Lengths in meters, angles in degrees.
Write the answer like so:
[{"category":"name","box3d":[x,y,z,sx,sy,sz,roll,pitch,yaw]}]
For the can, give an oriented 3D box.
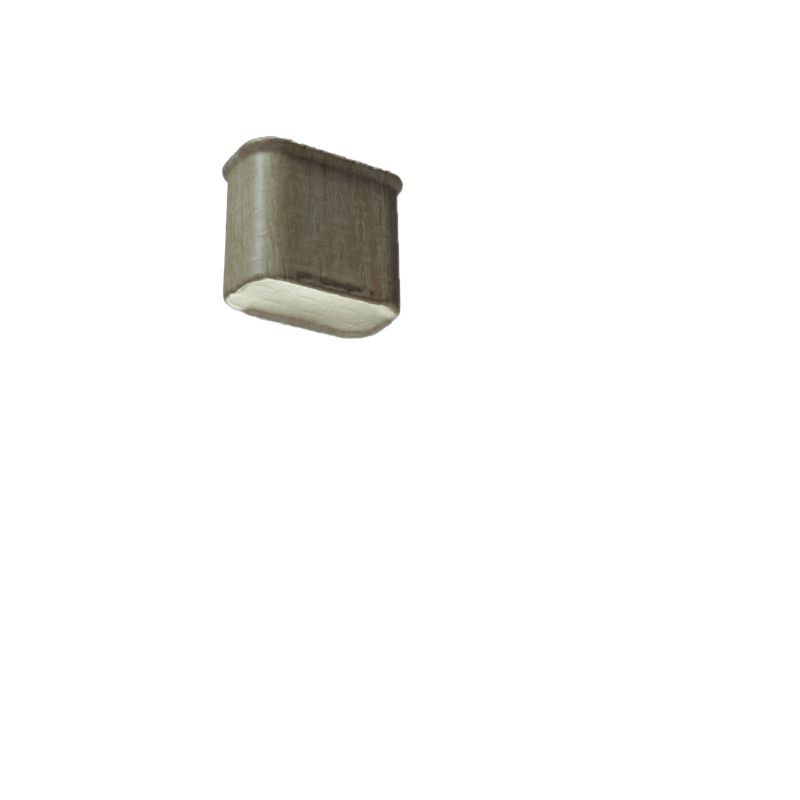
[{"category":"can","box3d":[-0.048,-0.087,0.613,0.097,0.089,0.057,13,-28,-29]}]
